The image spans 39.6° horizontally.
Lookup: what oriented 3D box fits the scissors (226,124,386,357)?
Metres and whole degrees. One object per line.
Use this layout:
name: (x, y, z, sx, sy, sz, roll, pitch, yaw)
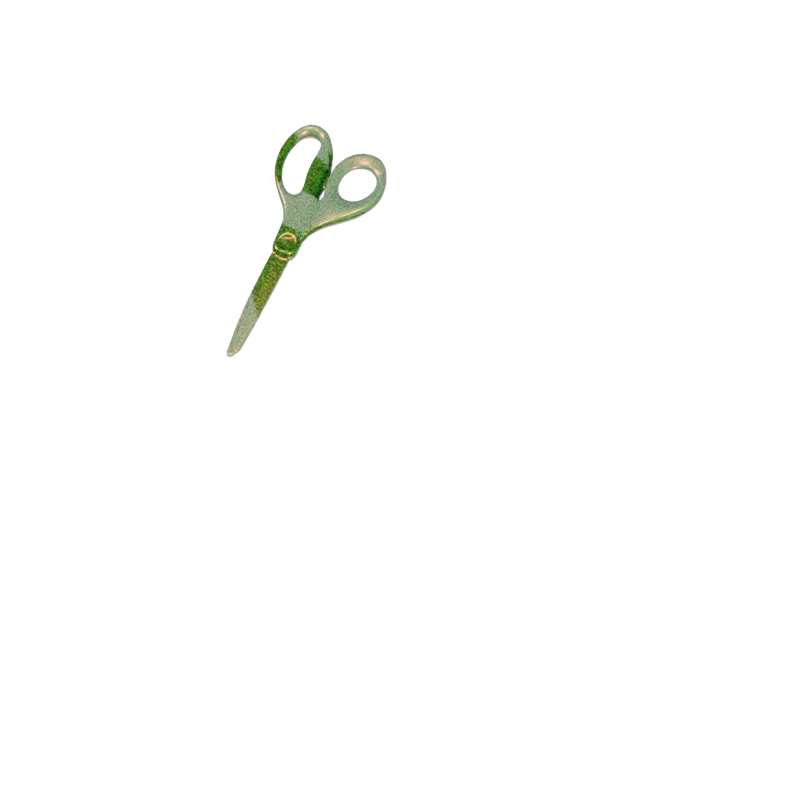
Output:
scissors: (-0.065, -0.119, 0.831, 0.097, 0.213, 0.015, 6, -27, 3)
